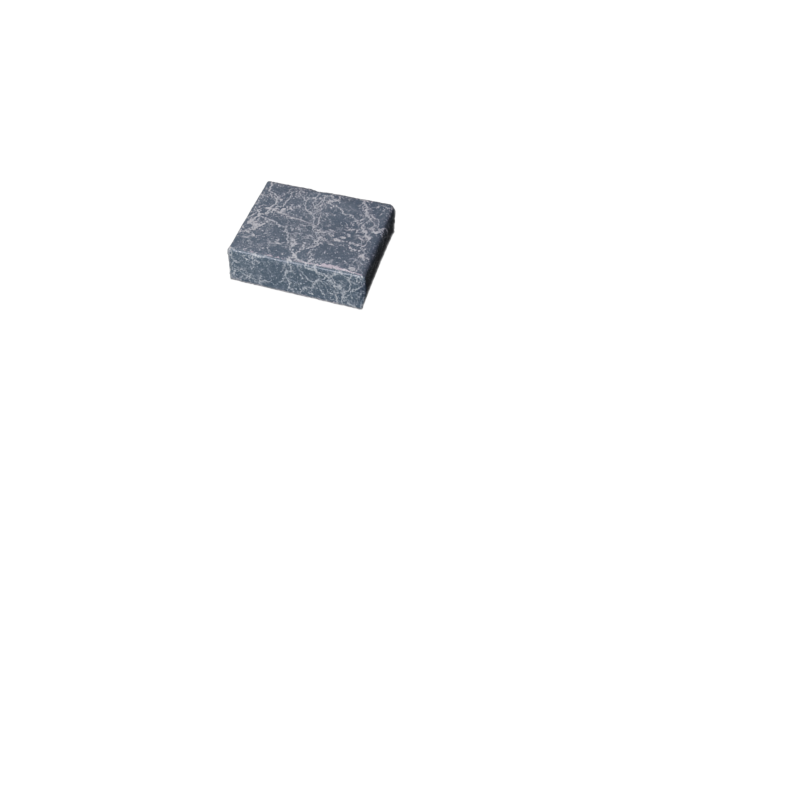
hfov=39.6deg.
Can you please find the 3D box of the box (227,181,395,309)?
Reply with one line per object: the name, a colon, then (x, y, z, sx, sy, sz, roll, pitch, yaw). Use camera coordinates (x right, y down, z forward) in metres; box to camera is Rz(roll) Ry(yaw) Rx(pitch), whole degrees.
box: (-0.055, -0.100, 0.700, 0.091, 0.028, 0.077, 12, 46, 12)
